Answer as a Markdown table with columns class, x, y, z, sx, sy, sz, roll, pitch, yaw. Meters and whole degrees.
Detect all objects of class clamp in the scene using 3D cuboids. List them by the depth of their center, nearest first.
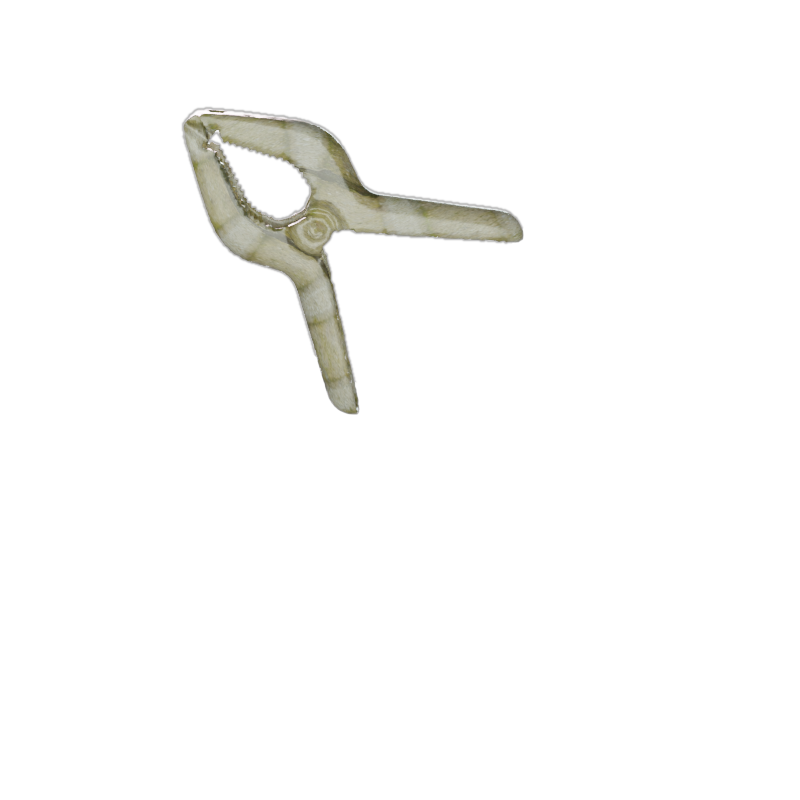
| class | x | y | z | sx | sy | sz | roll | pitch | yaw |
| --- | --- | --- | --- | --- | --- | --- | --- | --- | --- |
| clamp | -0.053 | -0.097 | 0.682 | 0.206 | 0.162 | 0.038 | 33 | 12 | -8 |
